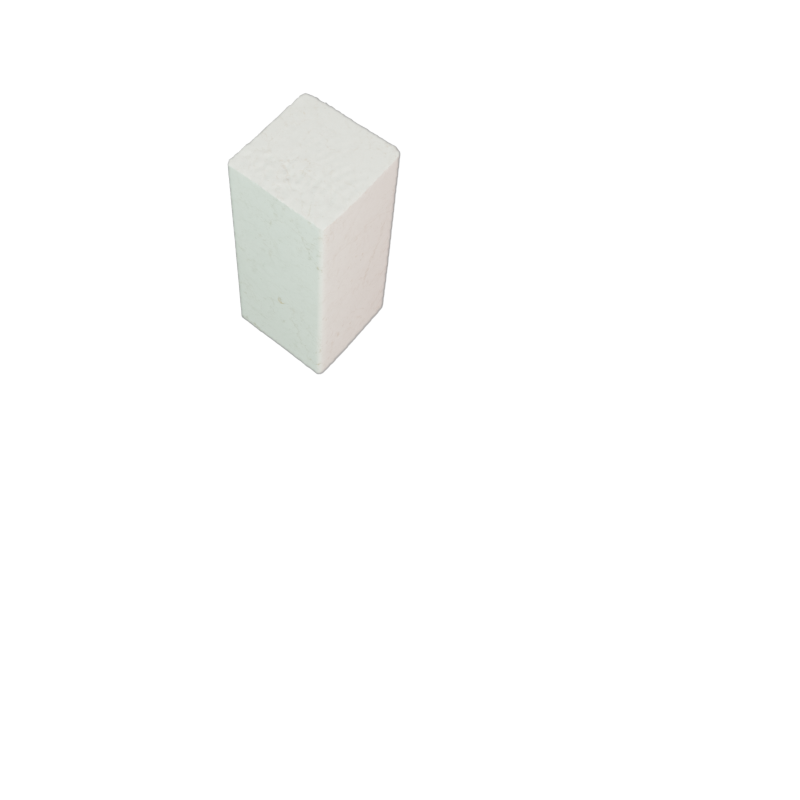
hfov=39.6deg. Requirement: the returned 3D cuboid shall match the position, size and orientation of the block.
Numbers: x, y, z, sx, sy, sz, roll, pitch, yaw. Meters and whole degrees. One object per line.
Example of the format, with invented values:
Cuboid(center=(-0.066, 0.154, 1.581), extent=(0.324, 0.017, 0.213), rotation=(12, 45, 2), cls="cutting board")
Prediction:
Cuboid(center=(-0.066, -0.122, 0.851), extent=(0.095, 0.092, 0.194), rotation=(36, -25, 15), cls="block")
